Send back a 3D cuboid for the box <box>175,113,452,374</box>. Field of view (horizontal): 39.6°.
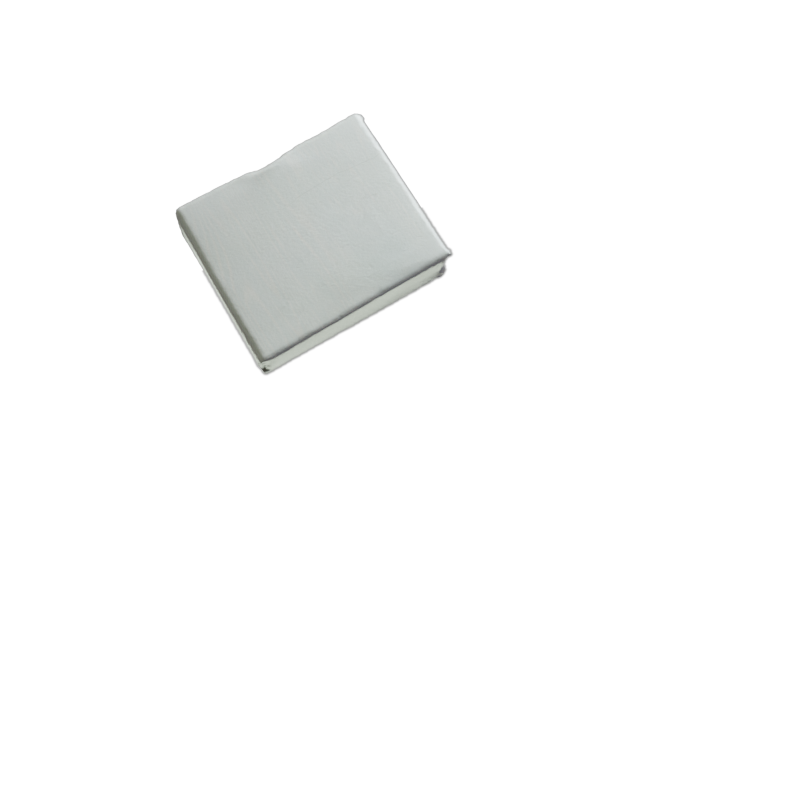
[{"bbox_3d":[-0.035,-0.065,0.452,0.089,0.076,0.029,-29,-15,-9],"label":"box"}]
